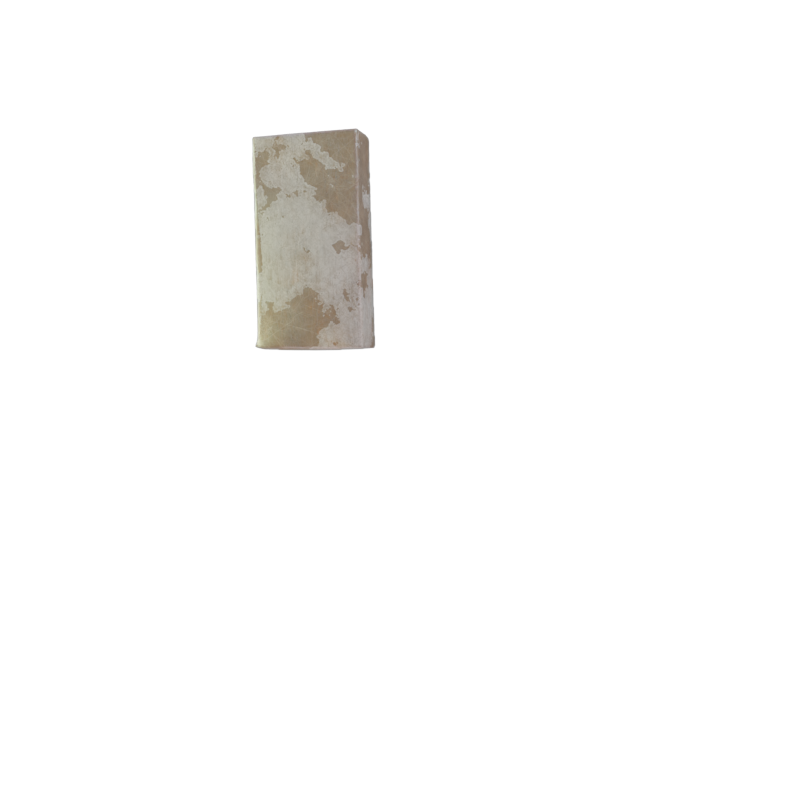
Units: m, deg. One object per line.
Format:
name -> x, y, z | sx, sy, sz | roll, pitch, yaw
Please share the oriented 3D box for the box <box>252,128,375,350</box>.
box -> -0.071, -0.129, 0.907 | 0.095, 0.179, 0.046 | -2, -6, 17
